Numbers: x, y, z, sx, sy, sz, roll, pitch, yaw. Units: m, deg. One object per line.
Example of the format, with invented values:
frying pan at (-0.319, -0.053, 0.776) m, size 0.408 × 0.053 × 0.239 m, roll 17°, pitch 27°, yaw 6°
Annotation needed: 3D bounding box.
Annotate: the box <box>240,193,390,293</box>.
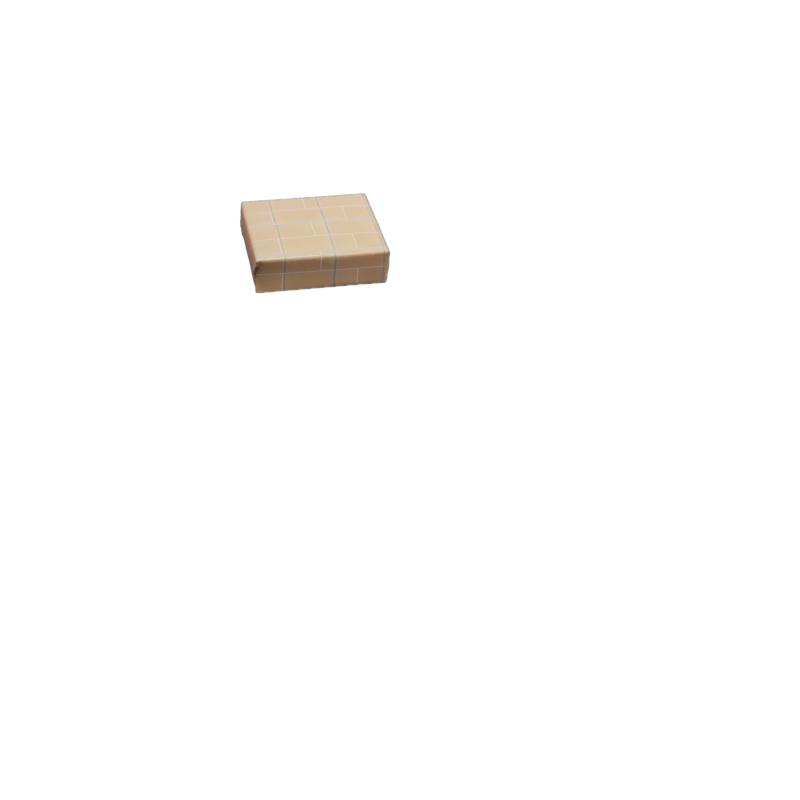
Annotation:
box at (-0.073, -0.133, 0.928) m, size 0.112 × 0.036 × 0.097 m, roll -8°, pitch 39°, yaw -10°
